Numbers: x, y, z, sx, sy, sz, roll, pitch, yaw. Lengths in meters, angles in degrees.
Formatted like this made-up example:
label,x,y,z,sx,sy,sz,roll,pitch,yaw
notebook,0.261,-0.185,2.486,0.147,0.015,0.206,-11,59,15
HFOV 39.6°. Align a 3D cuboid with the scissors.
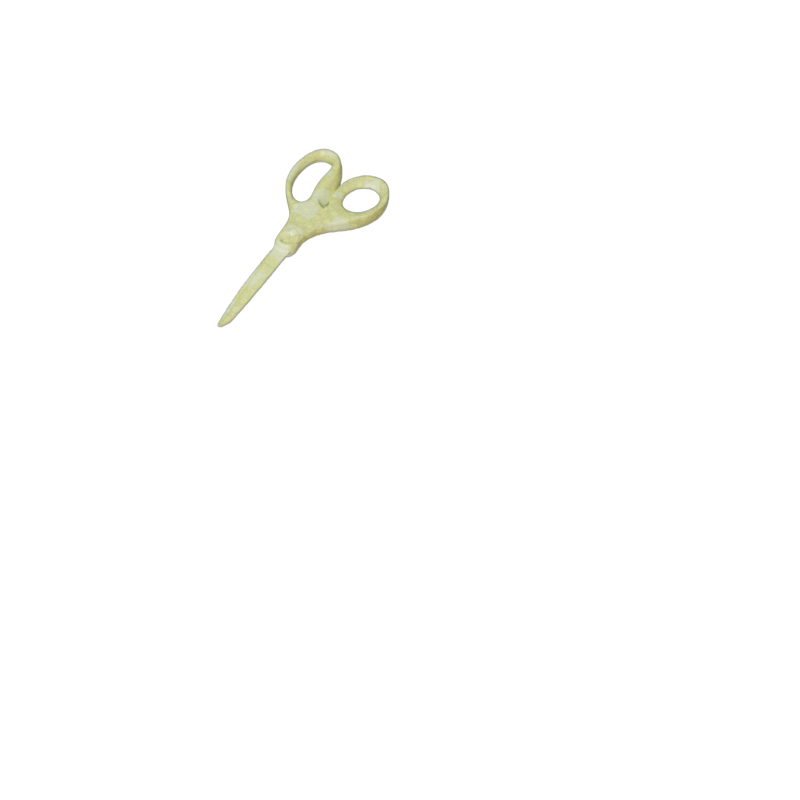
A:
label,x,y,z,sx,sy,sz,roll,pitch,yaw
scissors,-0.069,-0.126,0.882,0.098,0.213,0.015,10,-38,7
